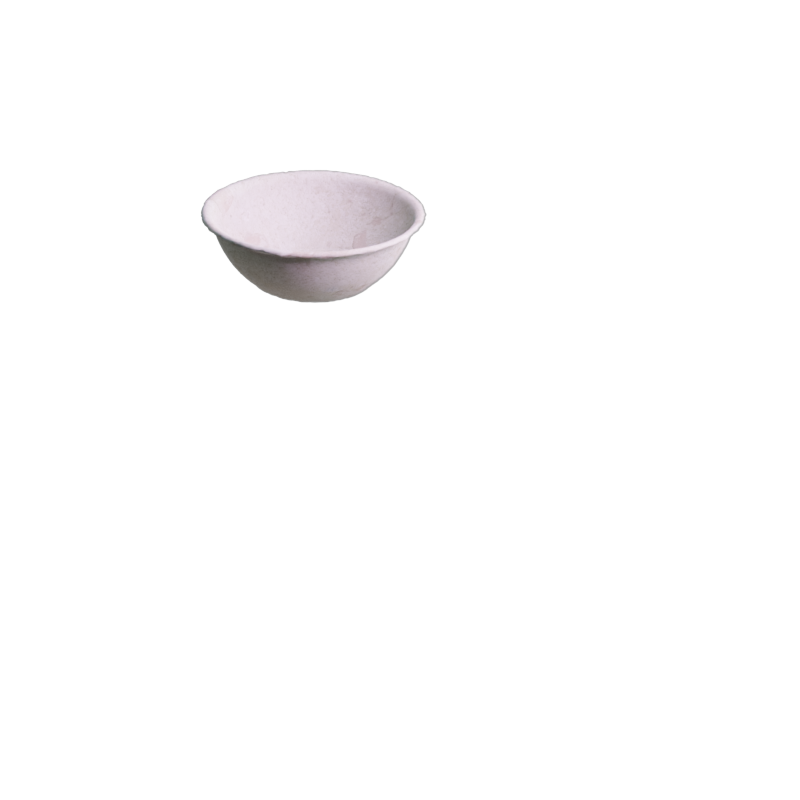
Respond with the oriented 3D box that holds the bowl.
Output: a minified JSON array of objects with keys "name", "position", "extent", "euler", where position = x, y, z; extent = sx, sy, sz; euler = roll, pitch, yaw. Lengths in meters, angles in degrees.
[{"name":"bowl","position":[-0.063,-0.116,0.810],"extent":[0.162,0.052,0.172],"euler":[-1,30,-2]}]
